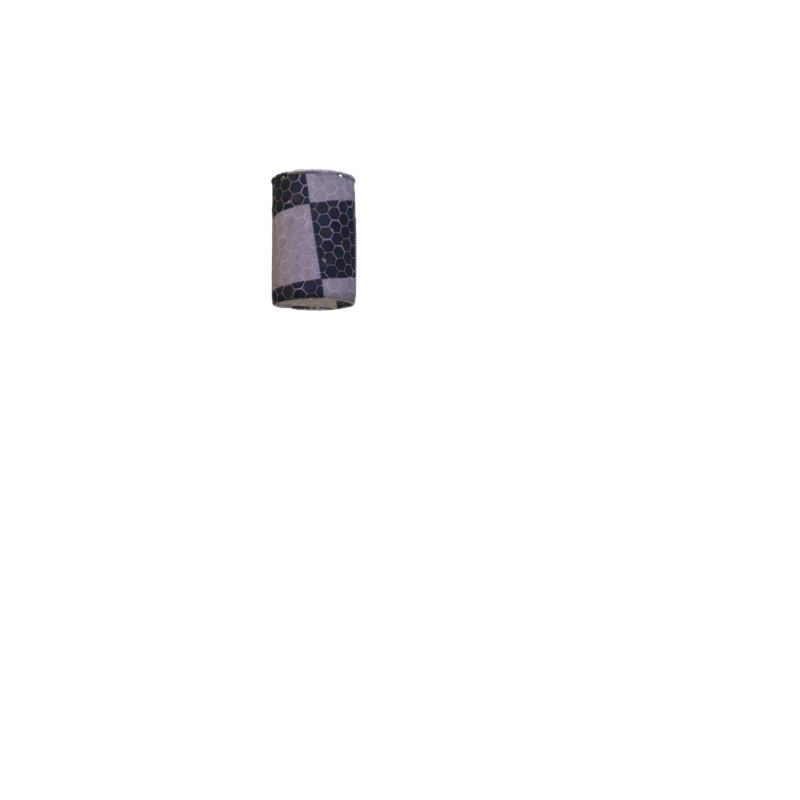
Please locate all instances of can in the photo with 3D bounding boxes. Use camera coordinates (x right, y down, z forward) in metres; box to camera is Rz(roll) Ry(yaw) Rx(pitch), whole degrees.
[{"bbox_3d":[-0.069,-0.126,0.882,0.068,0.105,0.067,0,-9,-2],"label":"can"}]
